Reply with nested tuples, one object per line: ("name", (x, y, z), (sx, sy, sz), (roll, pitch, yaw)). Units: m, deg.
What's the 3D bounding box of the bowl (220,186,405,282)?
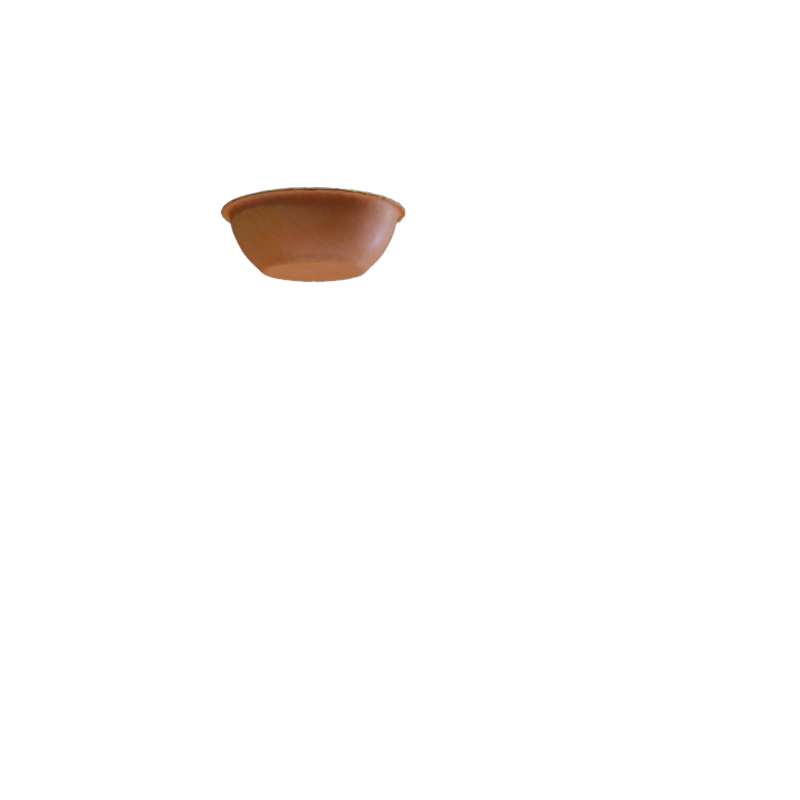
("bowl", (-0.076, -0.138, 0.966), (0.162, 0.056, 0.159), (0, -6, -2))
